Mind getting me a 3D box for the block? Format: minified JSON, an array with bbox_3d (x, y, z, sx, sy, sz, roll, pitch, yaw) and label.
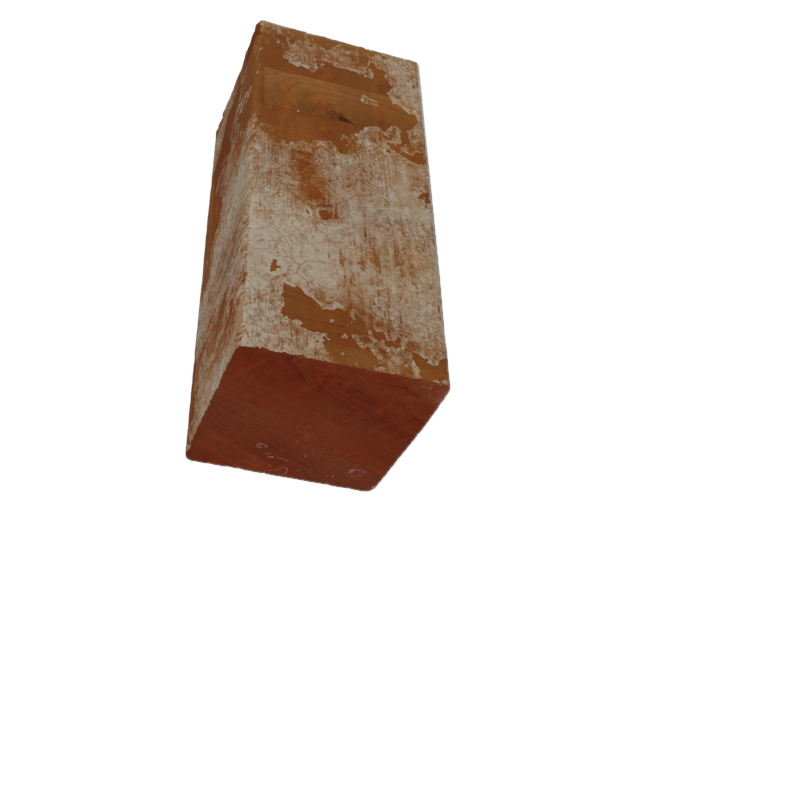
[{"bbox_3d":[-0.041,-0.075,0.529,0.088,0.221,0.086,12,-41,-17],"label":"block"}]
